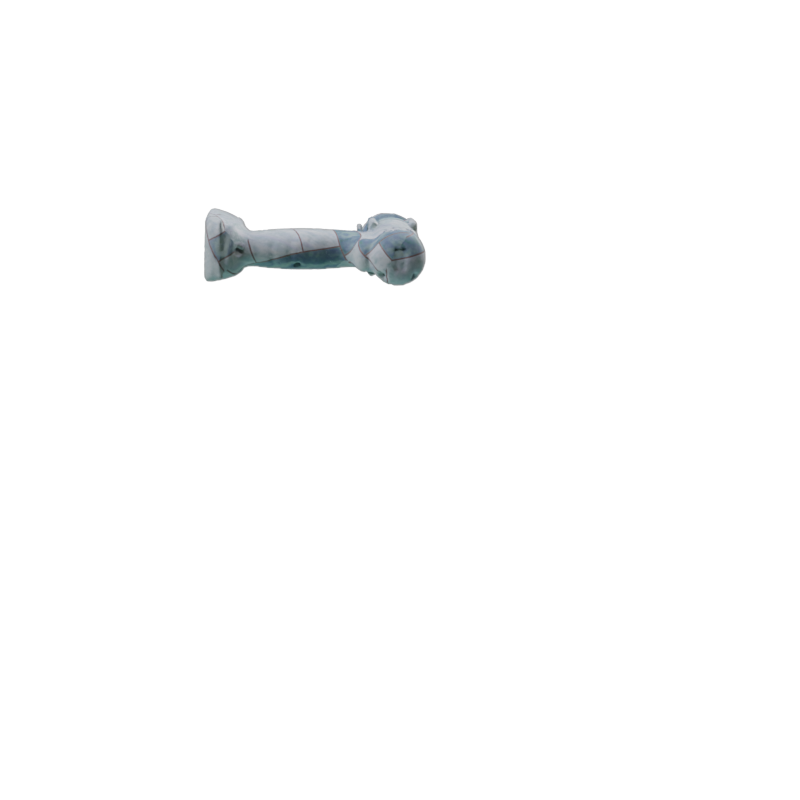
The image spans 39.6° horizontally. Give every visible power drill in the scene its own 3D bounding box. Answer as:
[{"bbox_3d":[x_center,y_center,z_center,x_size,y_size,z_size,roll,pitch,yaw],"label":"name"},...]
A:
[{"bbox_3d":[-0.076,-0.139,0.972,0.187,0.056,0.190,-1,13,-4],"label":"power drill"}]
